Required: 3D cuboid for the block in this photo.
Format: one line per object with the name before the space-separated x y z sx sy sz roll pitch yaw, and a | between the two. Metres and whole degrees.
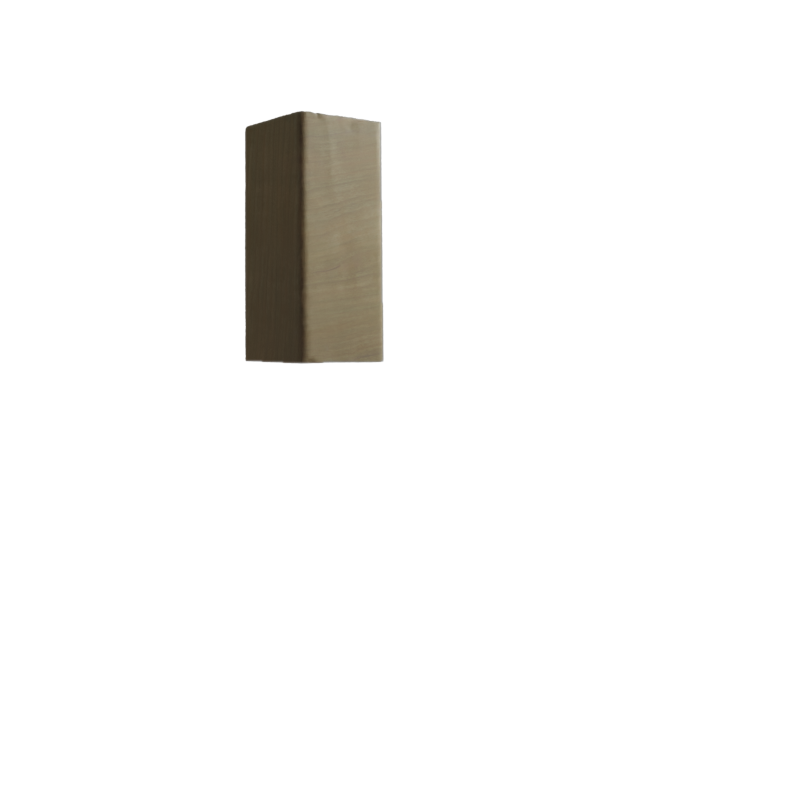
block | -0.076 -0.137 0.959 0.087 0.208 0.093 2 -4 -37
